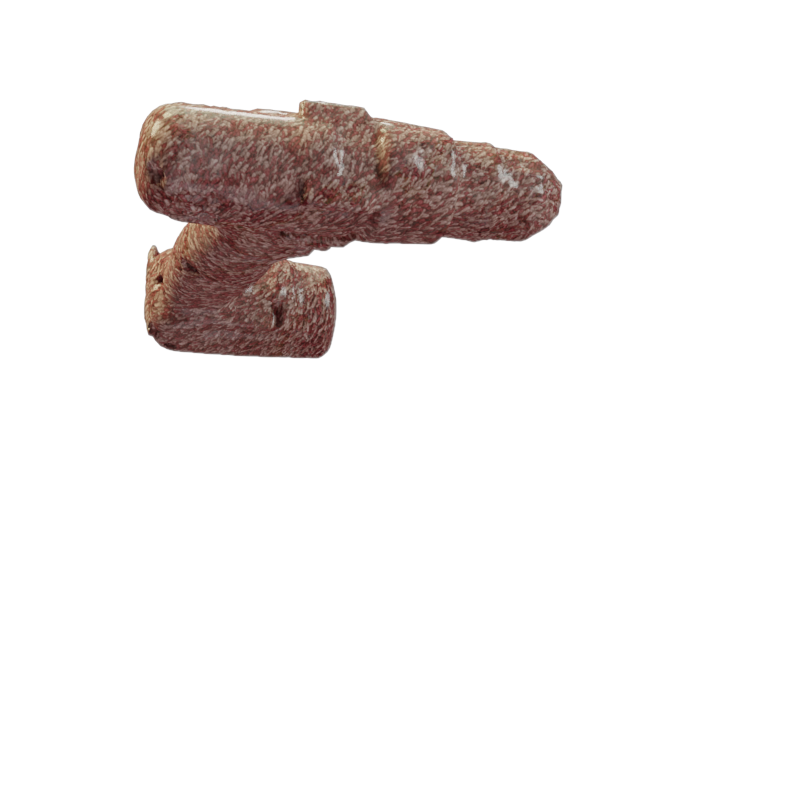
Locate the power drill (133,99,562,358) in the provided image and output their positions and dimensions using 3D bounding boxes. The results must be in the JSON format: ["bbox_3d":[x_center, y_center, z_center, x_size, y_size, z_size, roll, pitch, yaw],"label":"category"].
[{"bbox_3d":[-0.041,-0.075,0.525,0.180,0.060,0.183,6,-21,-17],"label":"power drill"}]
